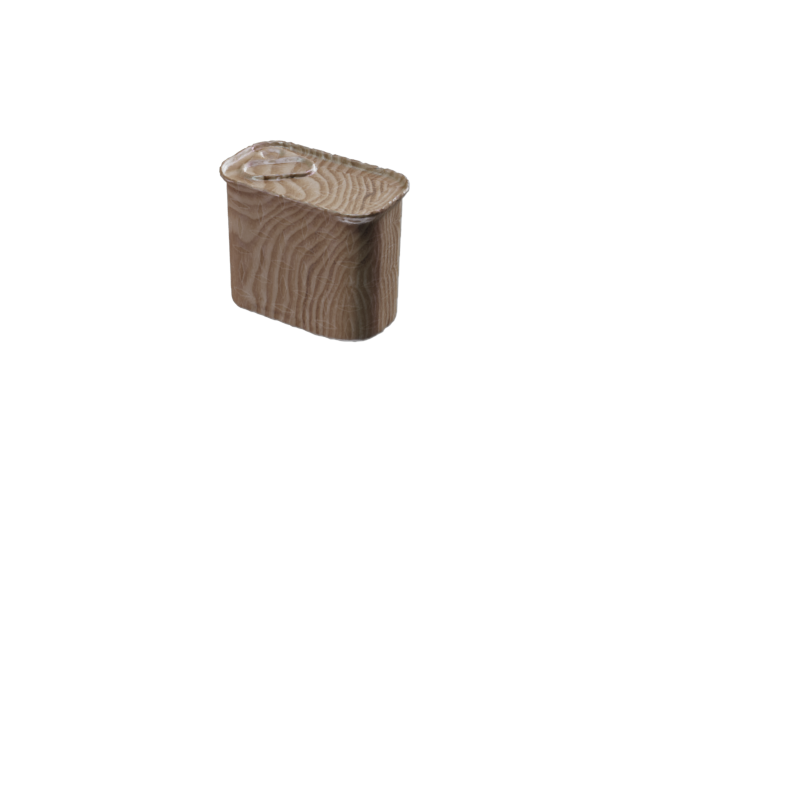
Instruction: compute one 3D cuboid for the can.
[{"bbox_3d":[-0.048,-0.087,0.613,0.107,0.079,0.058,20,38,25],"label":"can"}]
